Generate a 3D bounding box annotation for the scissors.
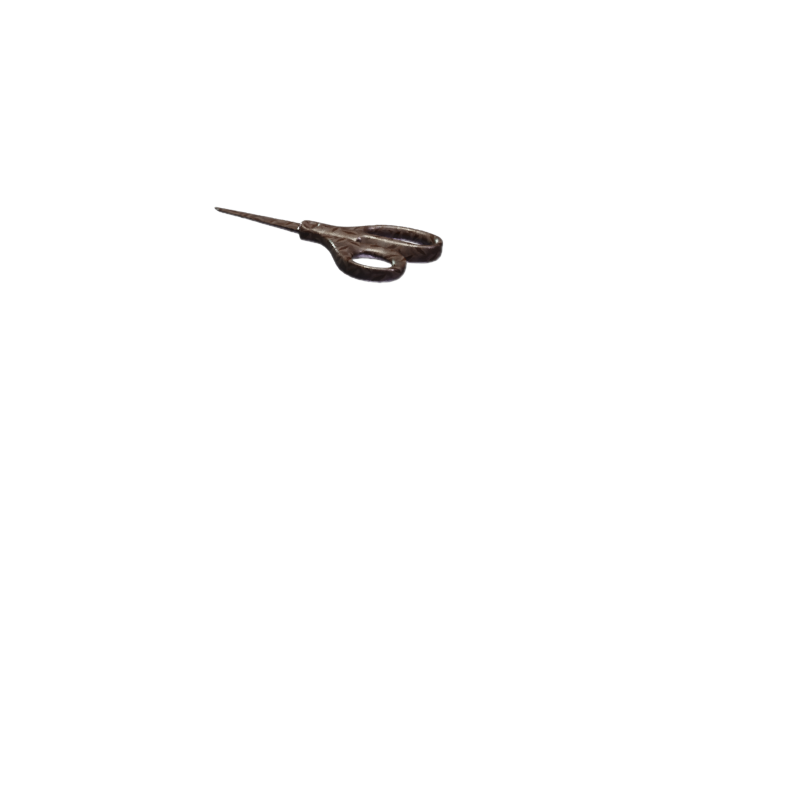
[{"bbox_3d":[-0.069,-0.125,0.879,0.206,0.015,0.099,8,30,14],"label":"scissors"}]
